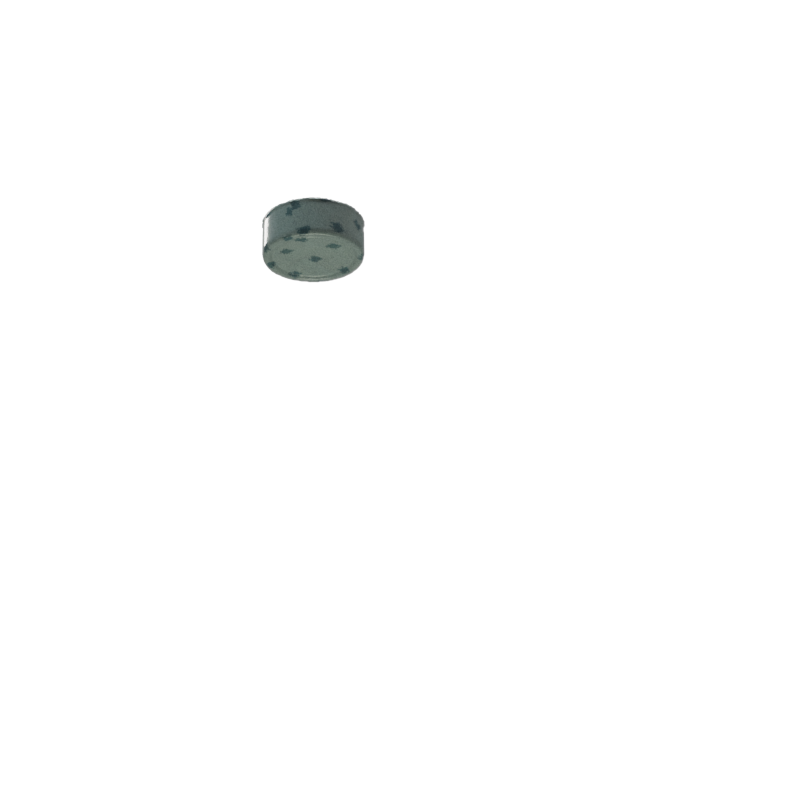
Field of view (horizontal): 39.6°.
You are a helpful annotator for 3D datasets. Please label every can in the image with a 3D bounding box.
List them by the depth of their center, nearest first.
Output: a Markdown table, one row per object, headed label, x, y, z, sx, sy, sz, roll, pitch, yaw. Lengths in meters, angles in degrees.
| label | x | y | z | sx | sy | sz | roll | pitch | yaw |
| --- | --- | --- | --- | --- | --- | --- | --- | --- | --- |
| can | -0.072 | -0.131 | 0.921 | 0.086 | 0.036 | 0.081 | 1 | -25 | -2 |
